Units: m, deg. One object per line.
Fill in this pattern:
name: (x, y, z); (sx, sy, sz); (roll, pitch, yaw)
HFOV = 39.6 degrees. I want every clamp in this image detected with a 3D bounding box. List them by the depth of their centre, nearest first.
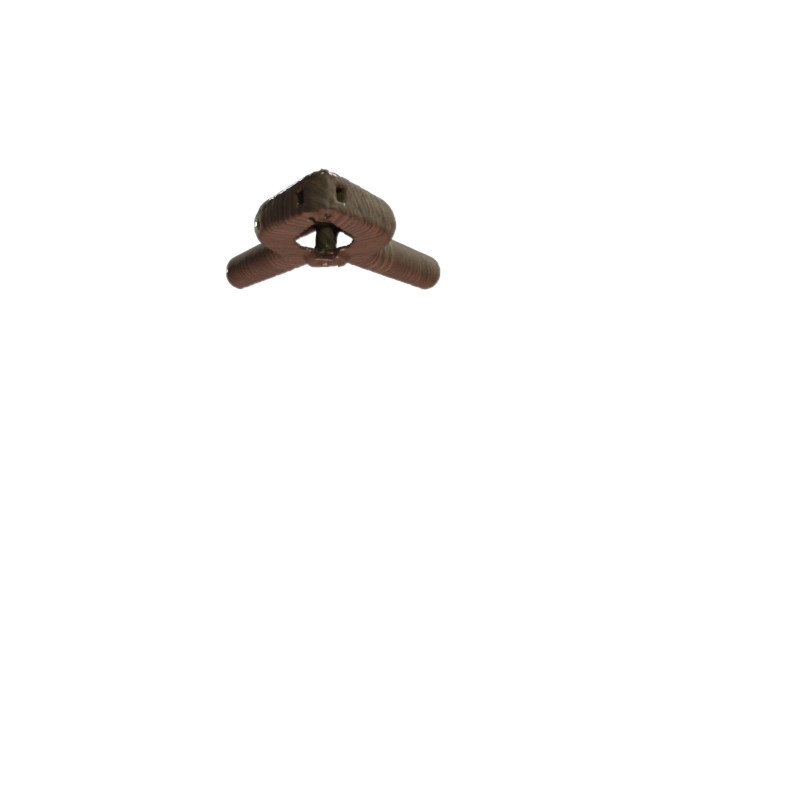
clamp: (-0.061, -0.111, 0.778); (0.166, 0.038, 0.201); (-1, -10, 8)
